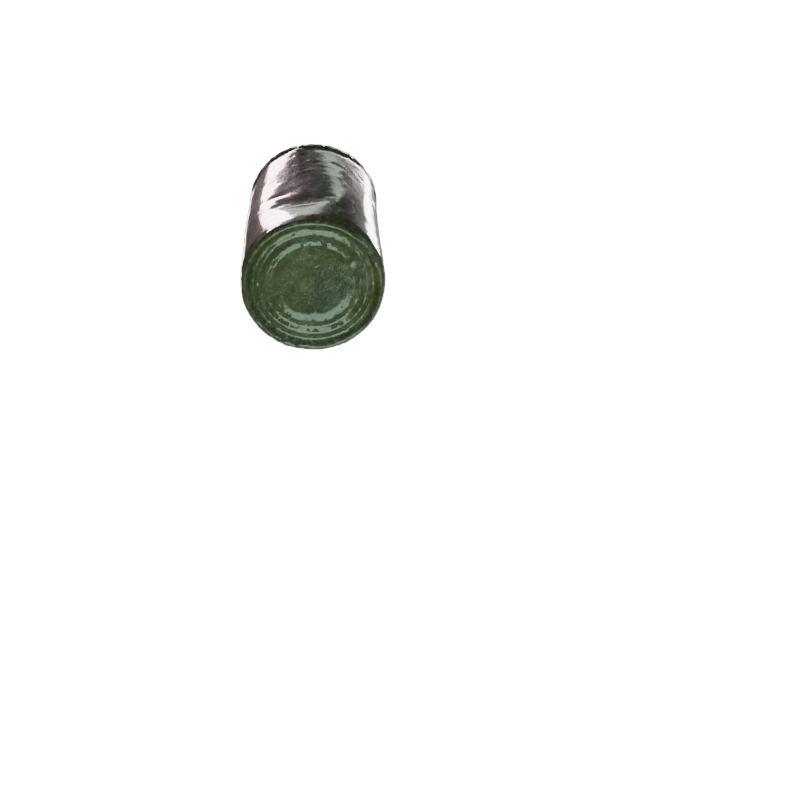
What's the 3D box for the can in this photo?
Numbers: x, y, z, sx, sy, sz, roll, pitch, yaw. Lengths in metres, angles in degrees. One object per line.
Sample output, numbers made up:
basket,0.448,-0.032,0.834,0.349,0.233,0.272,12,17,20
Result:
can,-0.043,-0.078,0.547,0.068,0.065,0.108,0,29,-3
